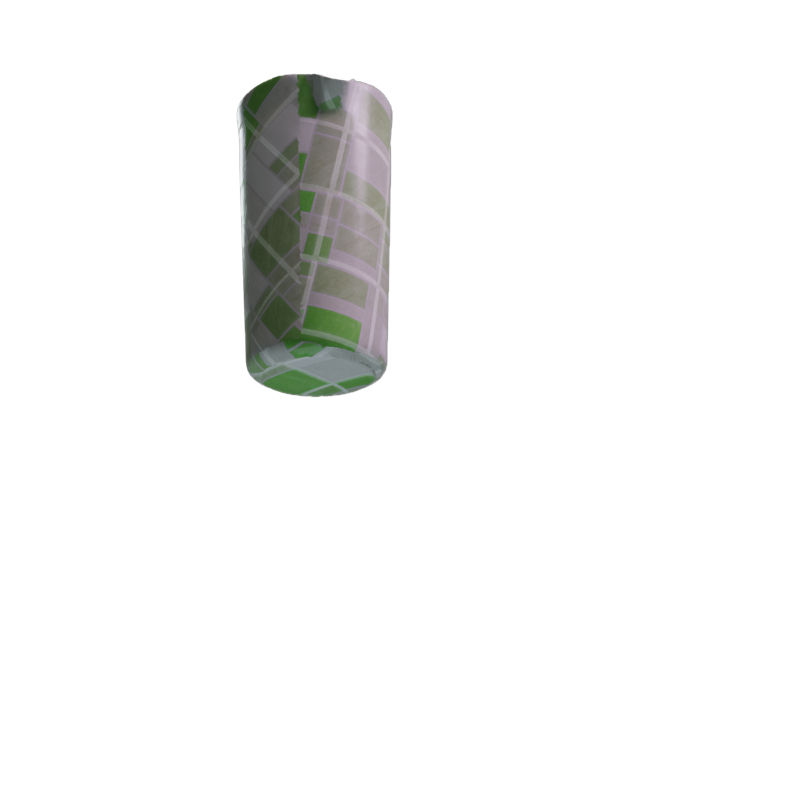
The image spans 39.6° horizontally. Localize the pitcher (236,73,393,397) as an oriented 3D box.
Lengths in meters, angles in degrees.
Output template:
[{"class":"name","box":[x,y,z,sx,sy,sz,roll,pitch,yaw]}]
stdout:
[{"class":"pitcher","box":[-0.071,-0.129,0.902,0.147,0.257,0.139,-14,-27,25]}]
